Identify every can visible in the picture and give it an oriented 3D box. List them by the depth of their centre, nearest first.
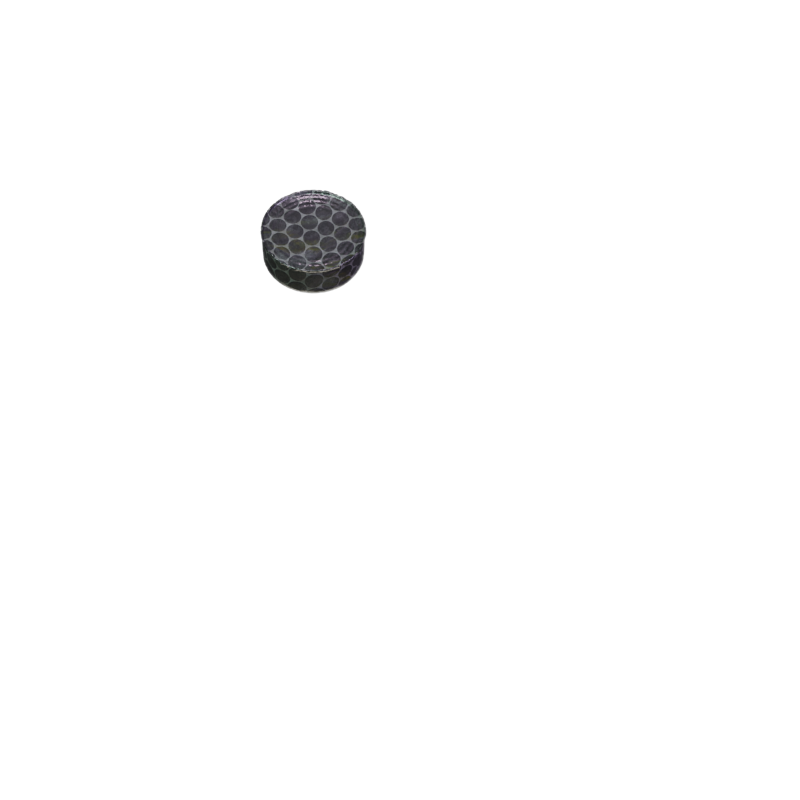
[{"bbox_3d":[-0.071,-0.130,0.911,0.086,0.092,0.031,-1,-36,-1],"label":"can"}]
